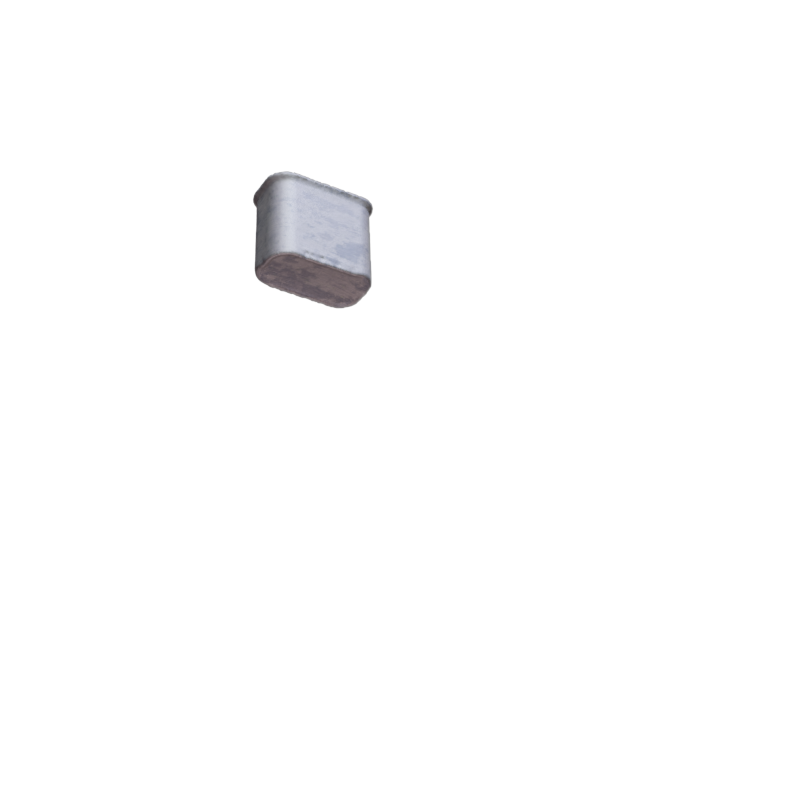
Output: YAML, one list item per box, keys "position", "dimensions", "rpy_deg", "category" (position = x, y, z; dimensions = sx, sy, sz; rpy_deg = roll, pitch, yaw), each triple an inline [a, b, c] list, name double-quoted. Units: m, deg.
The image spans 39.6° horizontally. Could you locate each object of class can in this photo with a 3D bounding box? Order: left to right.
- position: [-0.073, -0.133, 0.930]
  dimensions: [0.097, 0.090, 0.056]
  rpy_deg: [17, -38, -25]
  category: "can"
